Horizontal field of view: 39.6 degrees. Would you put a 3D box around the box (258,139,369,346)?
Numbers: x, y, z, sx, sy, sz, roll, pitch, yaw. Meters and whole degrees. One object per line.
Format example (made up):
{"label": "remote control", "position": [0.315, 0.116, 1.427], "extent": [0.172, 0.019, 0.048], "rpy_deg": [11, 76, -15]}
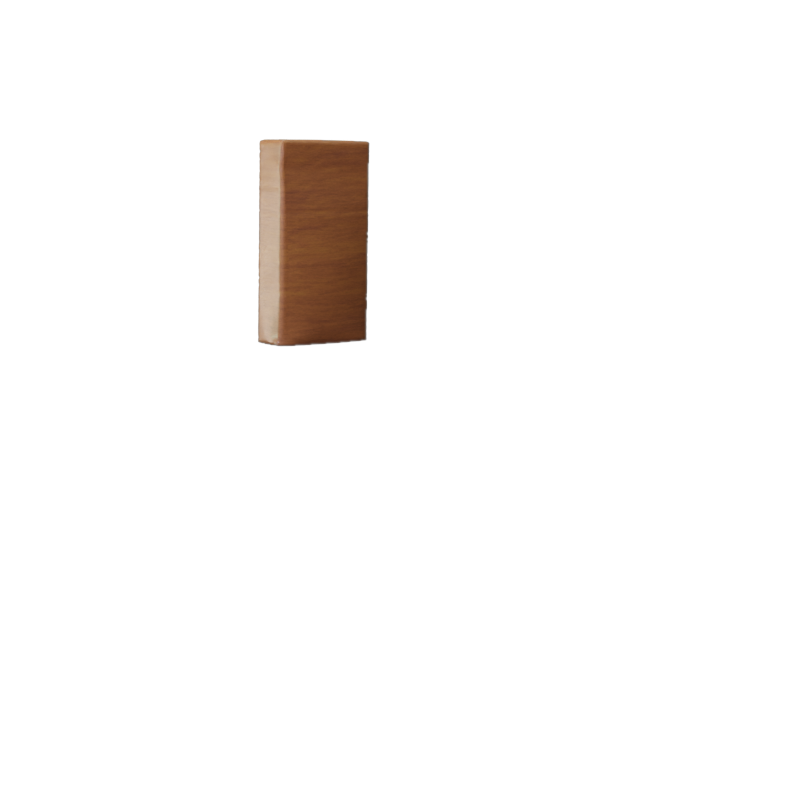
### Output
{"label": "box", "position": [-0.075, -0.138, 0.963], "extent": [0.090, 0.175, 0.050], "rpy_deg": [-2, 4, -35]}
